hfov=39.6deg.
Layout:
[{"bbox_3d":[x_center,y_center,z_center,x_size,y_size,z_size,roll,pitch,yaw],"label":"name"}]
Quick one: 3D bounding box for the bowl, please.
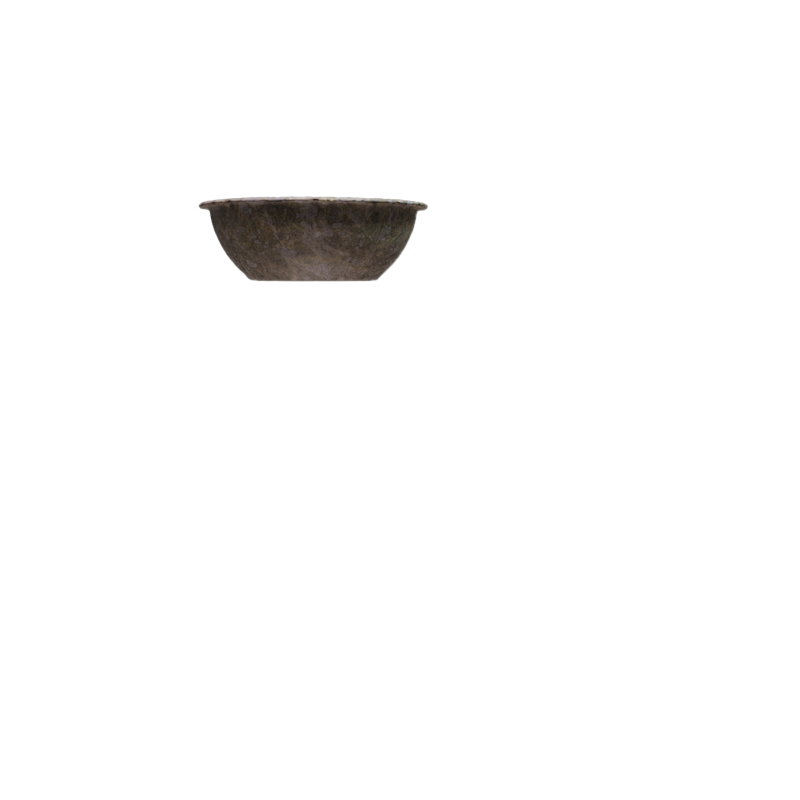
[{"bbox_3d":[-0.061,-0.112,0.785,0.162,0.055,0.163,0,6,-2],"label":"bowl"}]
